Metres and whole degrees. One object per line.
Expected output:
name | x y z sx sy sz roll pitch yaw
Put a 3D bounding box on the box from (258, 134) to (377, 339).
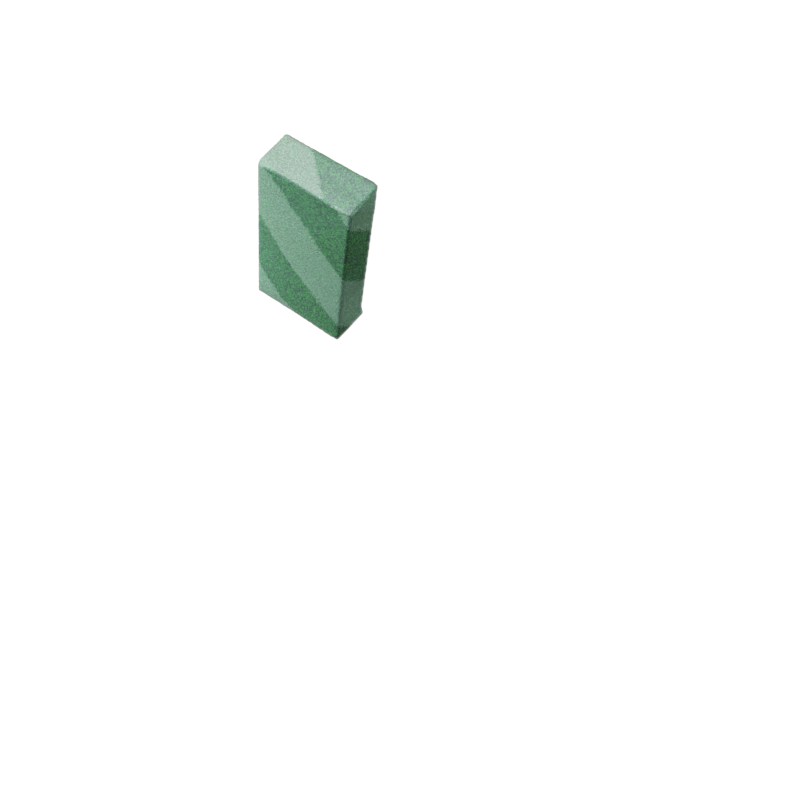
box | -0.073 -0.133 0.932 0.097 0.049 0.165 33 -28 16
